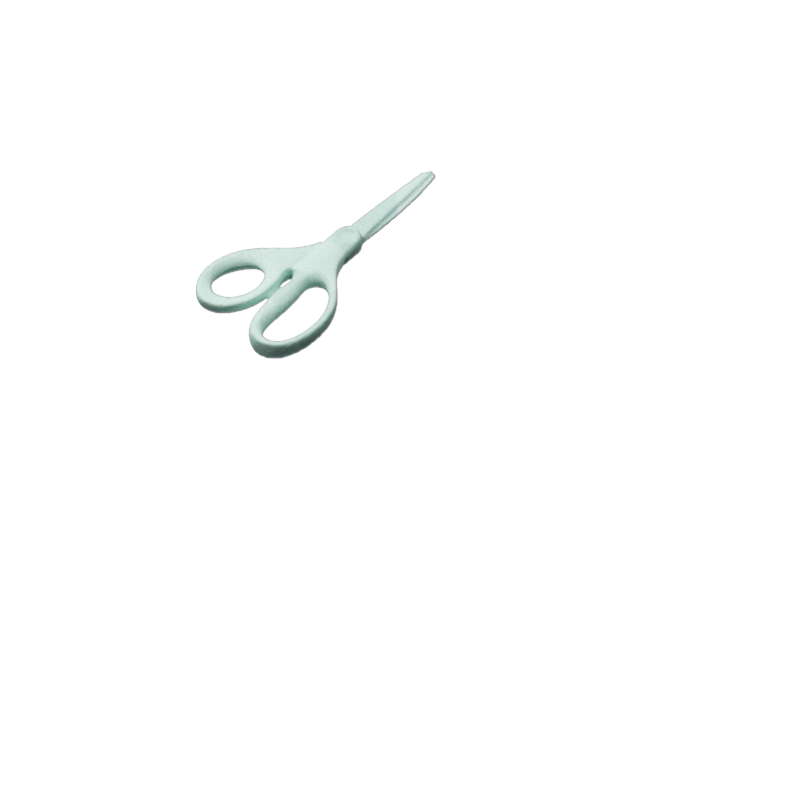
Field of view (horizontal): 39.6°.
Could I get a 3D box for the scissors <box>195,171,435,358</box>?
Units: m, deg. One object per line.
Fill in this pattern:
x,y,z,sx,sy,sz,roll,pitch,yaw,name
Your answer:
-0.055,-0.101,0.704,0.099,0.015,0.210,14,46,15,scissors
